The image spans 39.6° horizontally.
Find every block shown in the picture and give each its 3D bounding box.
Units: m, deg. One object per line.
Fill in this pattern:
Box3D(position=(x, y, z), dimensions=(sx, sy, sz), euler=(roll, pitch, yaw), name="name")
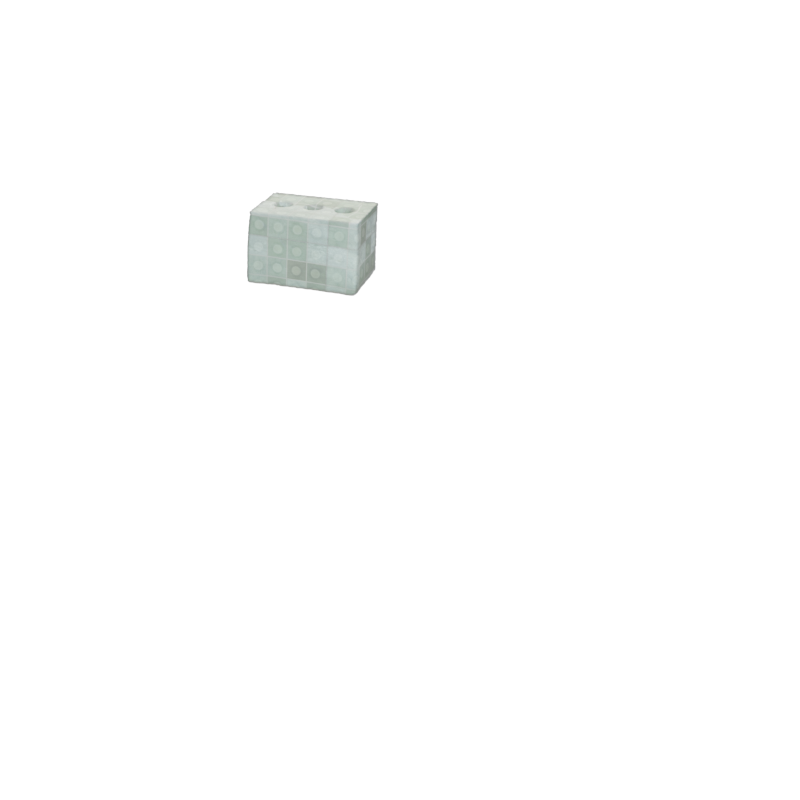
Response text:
Box3D(position=(-0.059, -0.108, 0.755), dimensions=(0.080, 0.049, 0.054), euler=(8, 24, 15), name="block")
